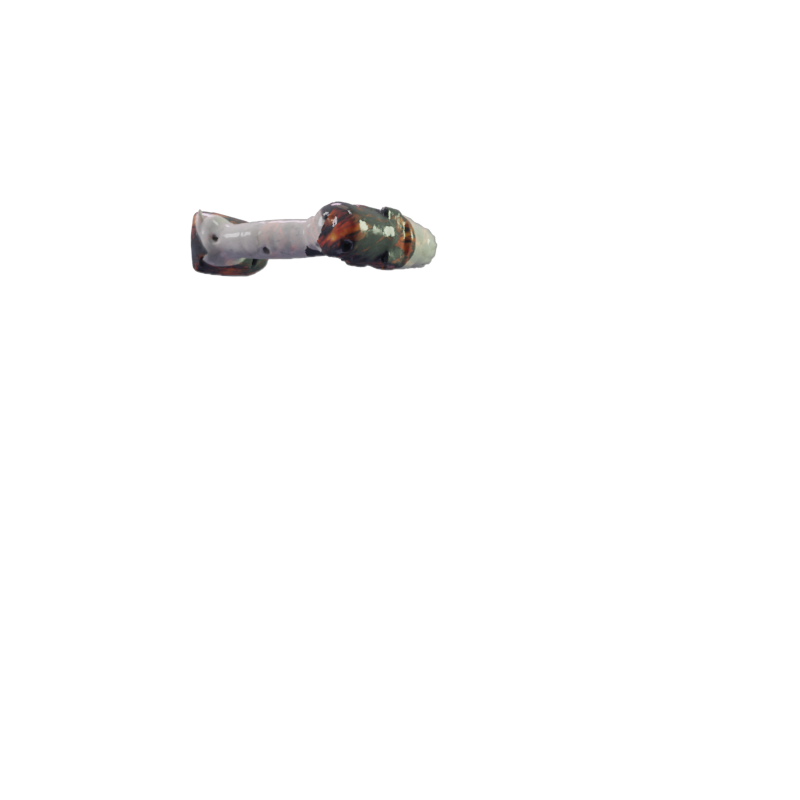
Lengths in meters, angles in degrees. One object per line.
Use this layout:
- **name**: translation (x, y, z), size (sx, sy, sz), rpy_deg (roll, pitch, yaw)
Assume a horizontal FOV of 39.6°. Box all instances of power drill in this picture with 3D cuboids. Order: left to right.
- **power drill**: translation (-0.078, -0.142, 0.993), size (0.193, 0.058, 0.177), rpy_deg (-1, -1, 27)
